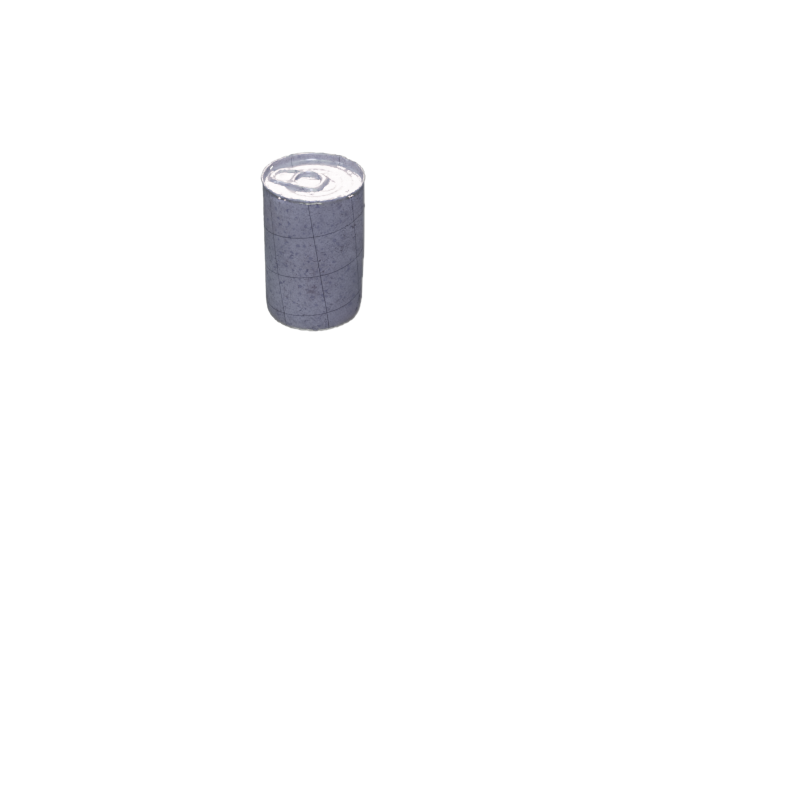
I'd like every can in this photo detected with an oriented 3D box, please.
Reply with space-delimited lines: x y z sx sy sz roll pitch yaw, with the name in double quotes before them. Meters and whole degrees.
"can" -0.058 -0.106 0.744 0.068 0.096 0.073 0 35 -3
